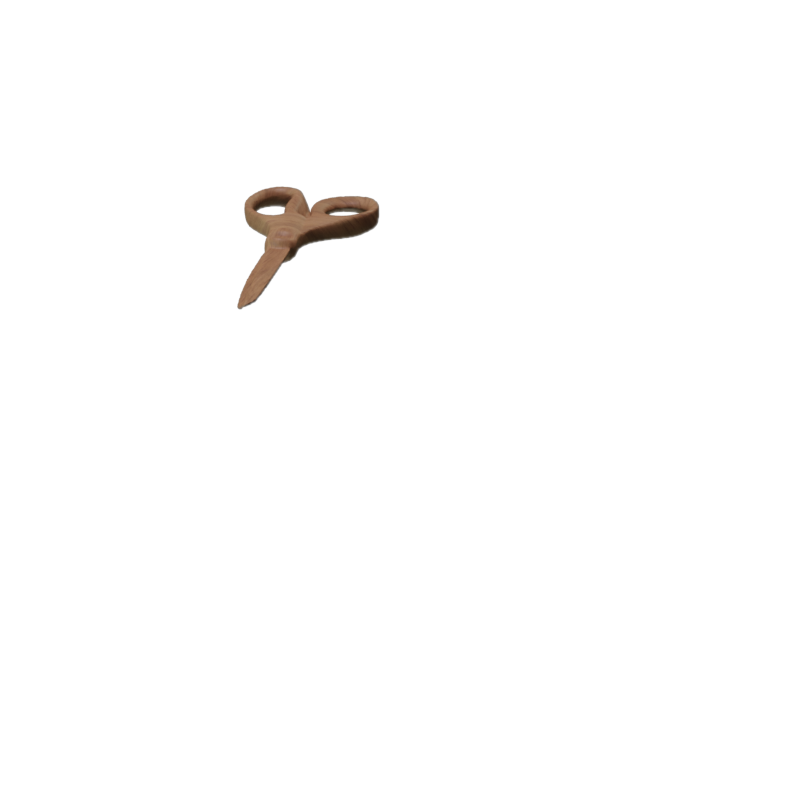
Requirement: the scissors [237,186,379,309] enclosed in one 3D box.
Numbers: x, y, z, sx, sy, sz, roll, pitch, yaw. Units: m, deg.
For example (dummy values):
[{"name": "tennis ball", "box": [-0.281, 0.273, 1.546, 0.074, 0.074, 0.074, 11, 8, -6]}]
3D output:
[{"name": "scissors", "box": [-0.052, -0.094, 0.659, 0.095, 0.015, 0.214, -4, 26, -8]}]
